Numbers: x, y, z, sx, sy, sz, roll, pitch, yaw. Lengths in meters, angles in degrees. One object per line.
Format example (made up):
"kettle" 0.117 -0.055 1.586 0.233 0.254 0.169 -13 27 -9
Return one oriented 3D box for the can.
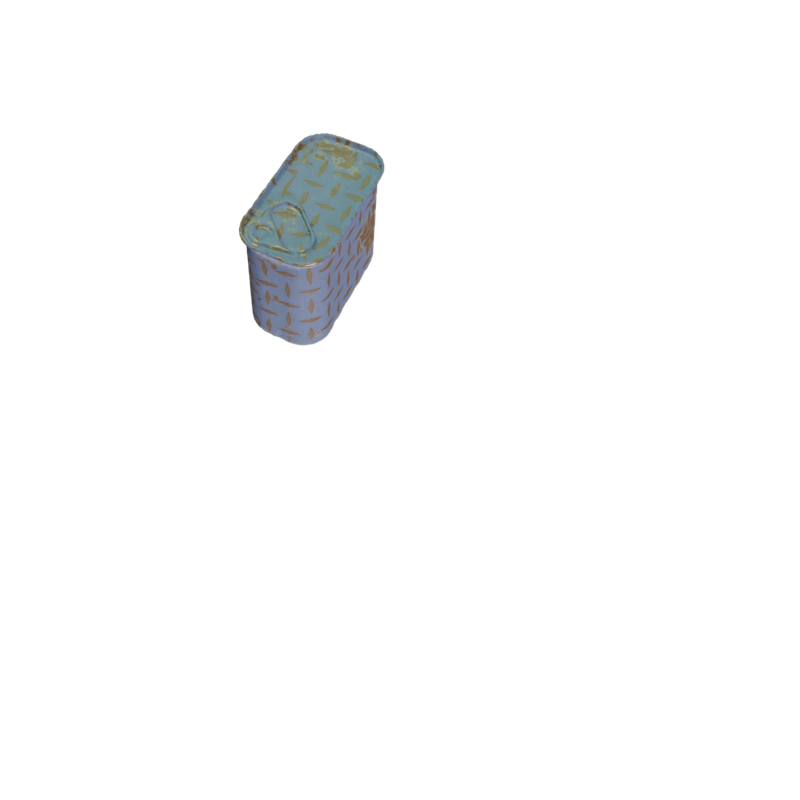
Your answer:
"can" -0.053 -0.096 0.672 0.059 0.106 0.078 21 -34 12
